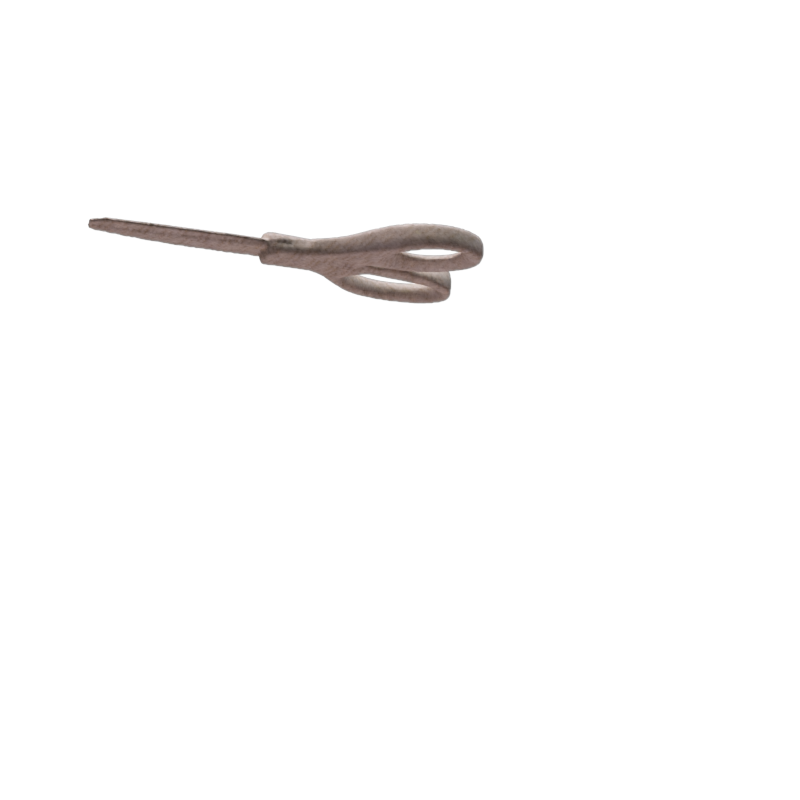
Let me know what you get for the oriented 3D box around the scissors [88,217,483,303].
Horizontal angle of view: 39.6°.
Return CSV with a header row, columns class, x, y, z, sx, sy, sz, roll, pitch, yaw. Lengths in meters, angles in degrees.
class,x,y,z,sx,sy,sz,roll,pitch,yaw
scissors,-0.043,-0.079,0.554,0.192,0.016,0.097,11,-19,-36
